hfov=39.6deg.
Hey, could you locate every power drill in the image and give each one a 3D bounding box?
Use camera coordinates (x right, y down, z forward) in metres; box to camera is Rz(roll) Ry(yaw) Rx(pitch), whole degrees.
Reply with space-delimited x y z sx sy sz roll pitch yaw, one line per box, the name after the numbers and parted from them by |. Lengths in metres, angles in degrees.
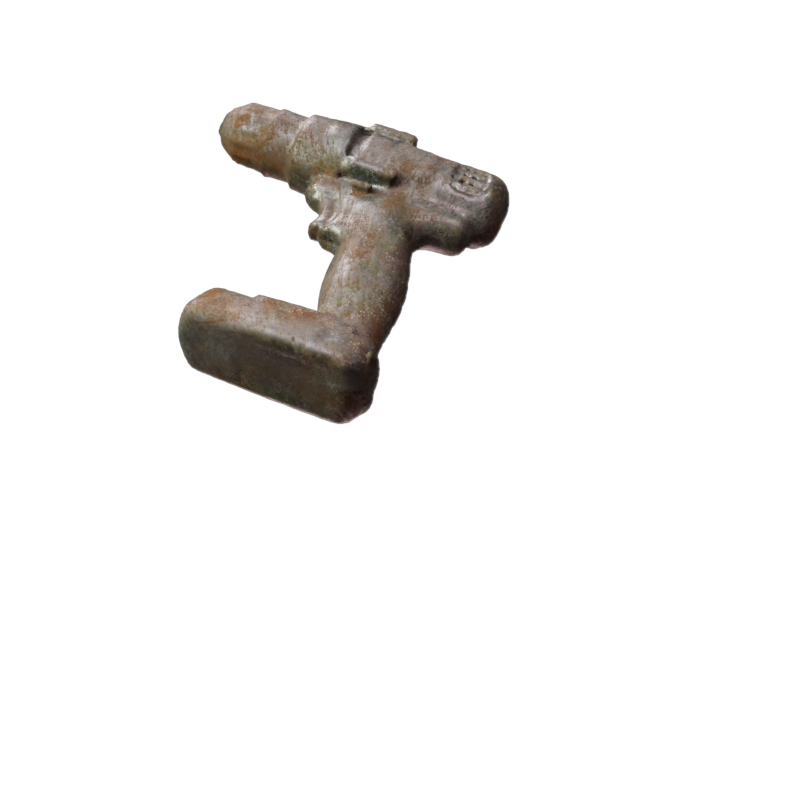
-0.049 -0.089 0.626 0.190 0.195 0.053 18 -37 14 | power drill
